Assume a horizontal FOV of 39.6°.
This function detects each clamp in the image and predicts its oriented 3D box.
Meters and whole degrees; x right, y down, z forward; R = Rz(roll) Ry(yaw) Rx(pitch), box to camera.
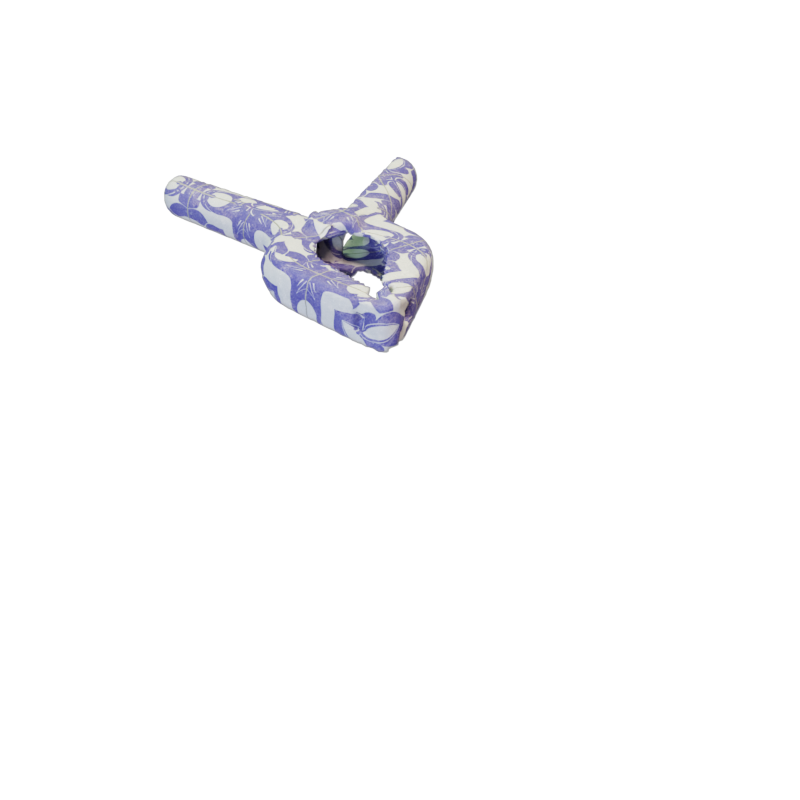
[{"bbox_3d":[-0.050,-0.091,0.635,0.163,0.034,0.225,-6,32,-10],"label":"clamp"}]
